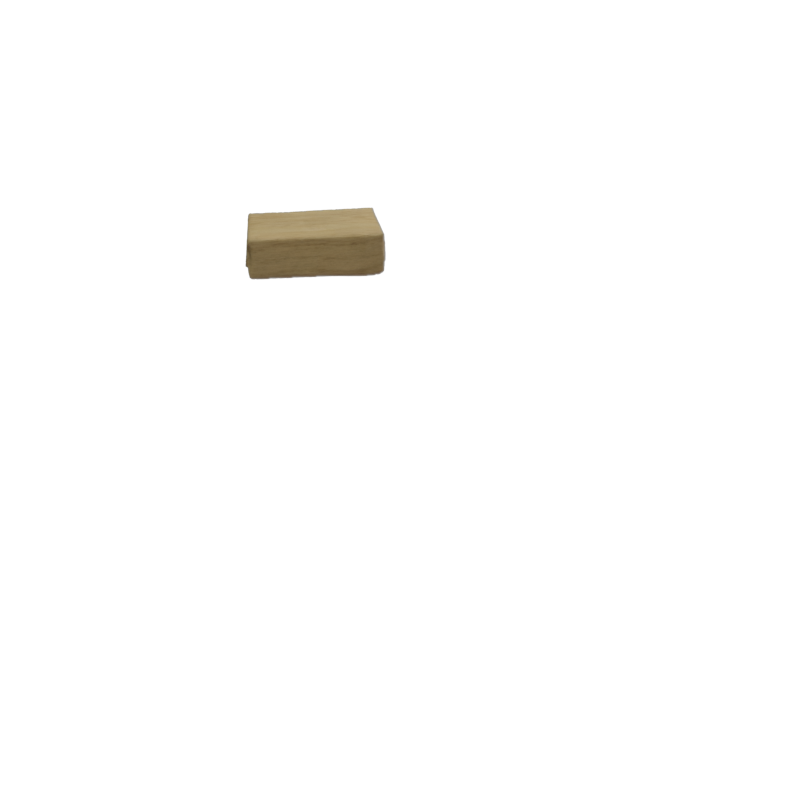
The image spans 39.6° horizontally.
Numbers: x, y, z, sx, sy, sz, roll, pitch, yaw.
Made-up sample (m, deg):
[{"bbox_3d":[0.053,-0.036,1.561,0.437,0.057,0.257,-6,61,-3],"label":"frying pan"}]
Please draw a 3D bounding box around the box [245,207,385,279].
[{"bbox_3d":[-0.073,-0.133,0.931,0.113,0.037,0.094,-2,23,-4],"label":"box"}]
